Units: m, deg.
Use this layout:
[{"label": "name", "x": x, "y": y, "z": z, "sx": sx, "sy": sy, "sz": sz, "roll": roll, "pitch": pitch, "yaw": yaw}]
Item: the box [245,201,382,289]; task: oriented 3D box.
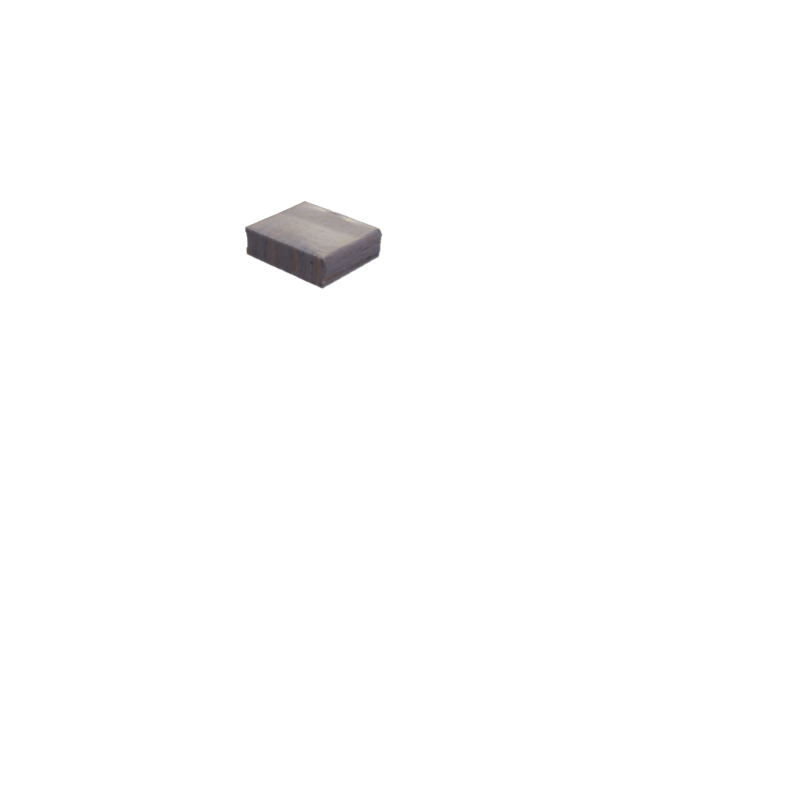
[{"label": "box", "x": -0.072, "y": -0.131, "z": 0.918, "sx": 0.095, "sy": 0.028, "sz": 0.073, "roll": 25, "pitch": 39, "yaw": 34}]
